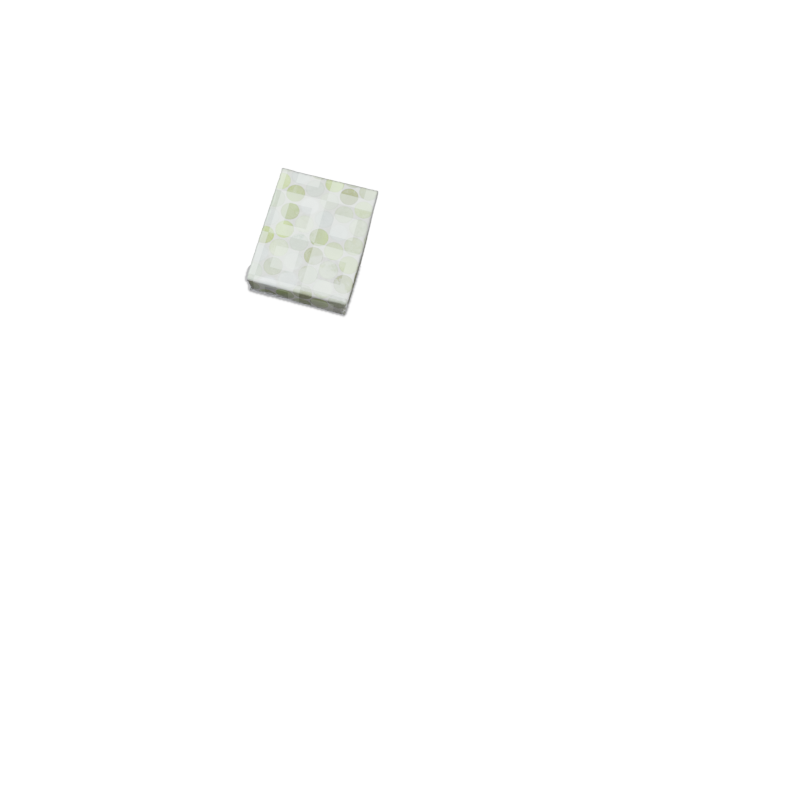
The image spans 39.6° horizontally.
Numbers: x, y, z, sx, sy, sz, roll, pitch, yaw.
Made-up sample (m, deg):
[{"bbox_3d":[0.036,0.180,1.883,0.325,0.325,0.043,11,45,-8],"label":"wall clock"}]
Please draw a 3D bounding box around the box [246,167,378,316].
[{"bbox_3d":[-0.076,-0.139,0.974,0.091,0.118,0.037,14,-21,5],"label":"box"}]
